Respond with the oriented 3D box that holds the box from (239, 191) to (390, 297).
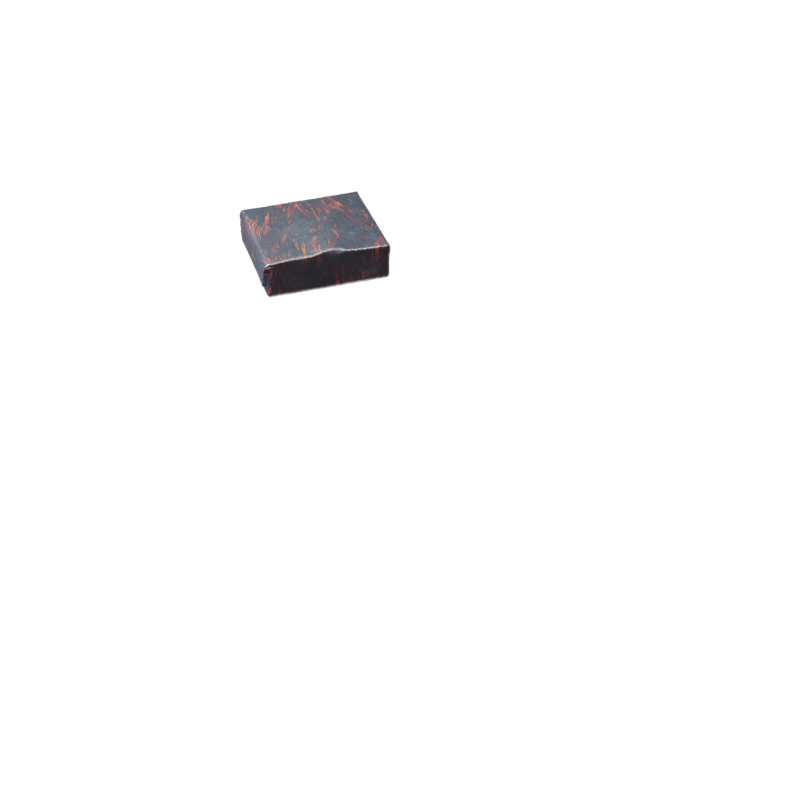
[{"bbox_3d":[-0.060,-0.109,0.766,0.088,0.028,0.079,-11,40,-14],"label":"box"}]
